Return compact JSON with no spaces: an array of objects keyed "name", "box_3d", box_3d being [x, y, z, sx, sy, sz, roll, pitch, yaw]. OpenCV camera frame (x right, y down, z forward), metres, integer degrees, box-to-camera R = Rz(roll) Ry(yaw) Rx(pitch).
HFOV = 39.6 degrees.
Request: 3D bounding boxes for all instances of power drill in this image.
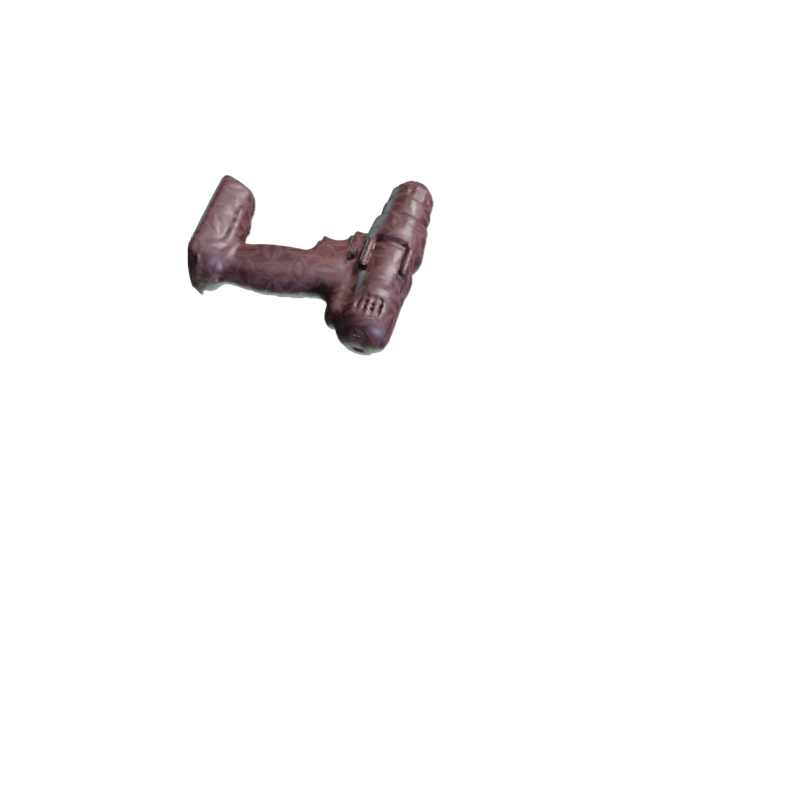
[{"name":"power drill","box_3d":[-0.074,-0.135,0.947,0.191,0.194,0.053,13,-39,10]}]
